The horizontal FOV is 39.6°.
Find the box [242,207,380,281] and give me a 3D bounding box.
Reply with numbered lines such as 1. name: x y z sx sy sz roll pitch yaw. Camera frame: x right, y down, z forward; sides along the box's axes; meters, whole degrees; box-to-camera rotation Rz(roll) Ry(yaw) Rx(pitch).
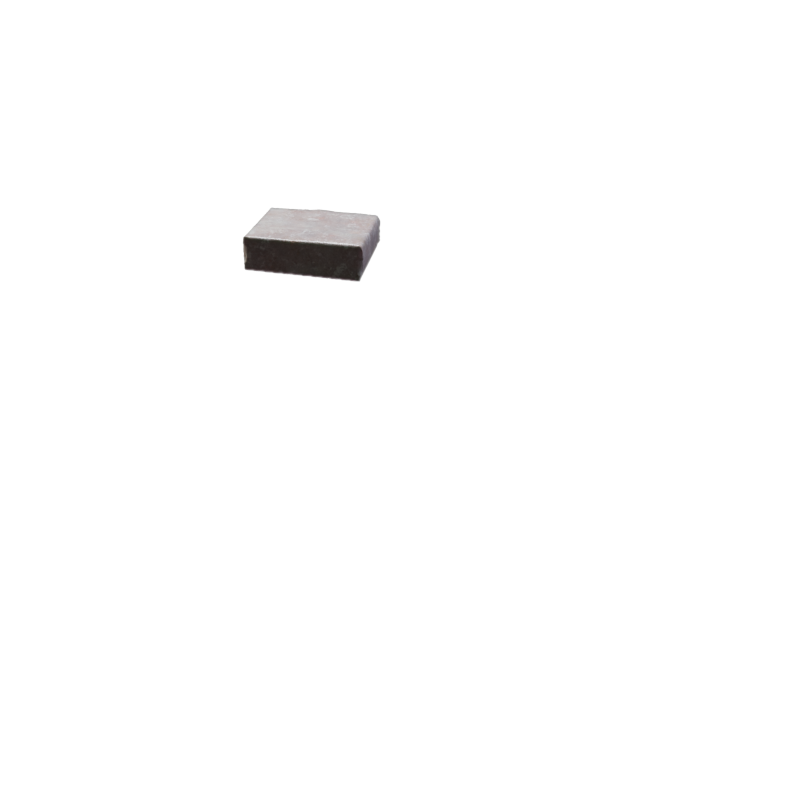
1. box: -0.065 -0.118 0.828 0.091 0.029 0.076 5 26 11
